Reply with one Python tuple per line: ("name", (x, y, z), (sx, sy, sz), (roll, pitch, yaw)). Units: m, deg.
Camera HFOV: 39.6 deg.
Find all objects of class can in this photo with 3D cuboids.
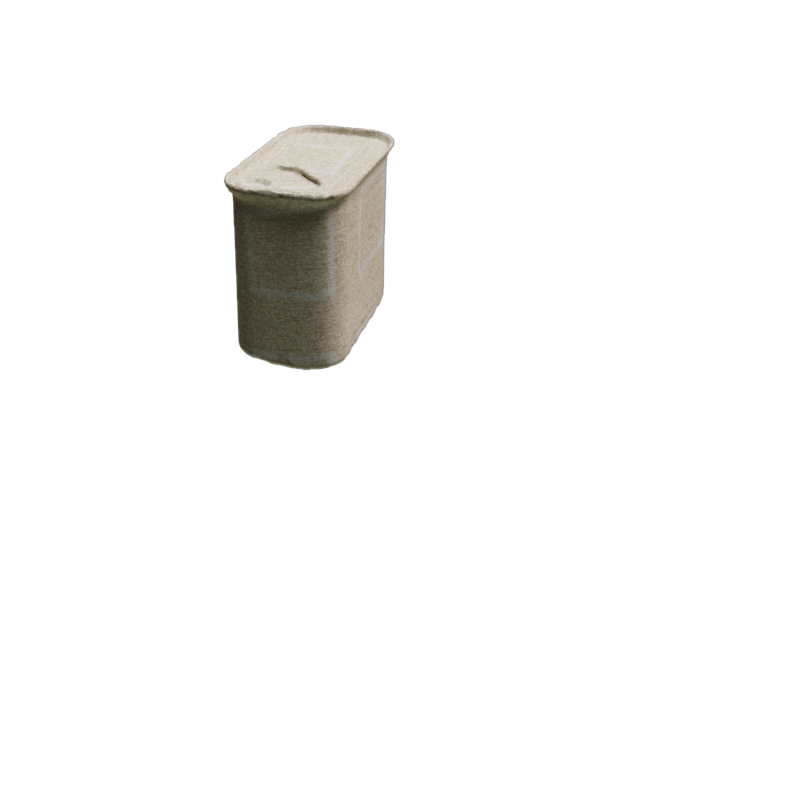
("can", (-0.040, -0.074, 0.516), (0.059, 0.079, 0.105), (8, 27, 13))
